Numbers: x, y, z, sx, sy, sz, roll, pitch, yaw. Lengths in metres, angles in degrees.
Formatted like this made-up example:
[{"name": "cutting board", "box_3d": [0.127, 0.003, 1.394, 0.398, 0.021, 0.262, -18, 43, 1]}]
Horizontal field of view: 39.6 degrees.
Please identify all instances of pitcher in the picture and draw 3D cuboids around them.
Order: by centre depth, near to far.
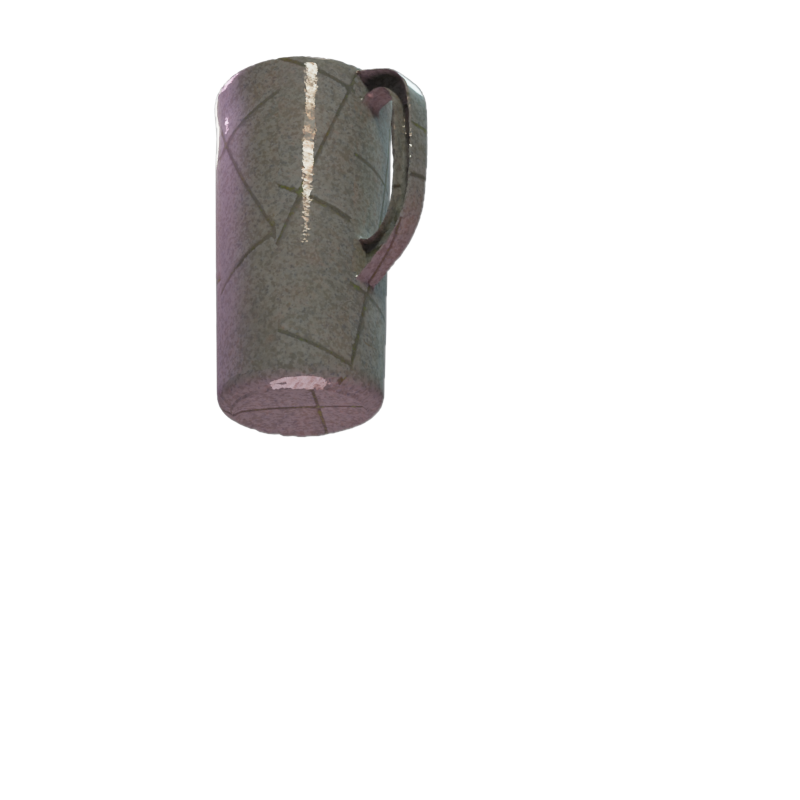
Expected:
[{"name": "pitcher", "box_3d": [-0.059, -0.108, 0.758, 0.144, 0.258, 0.142, 1, -26, -6]}]
